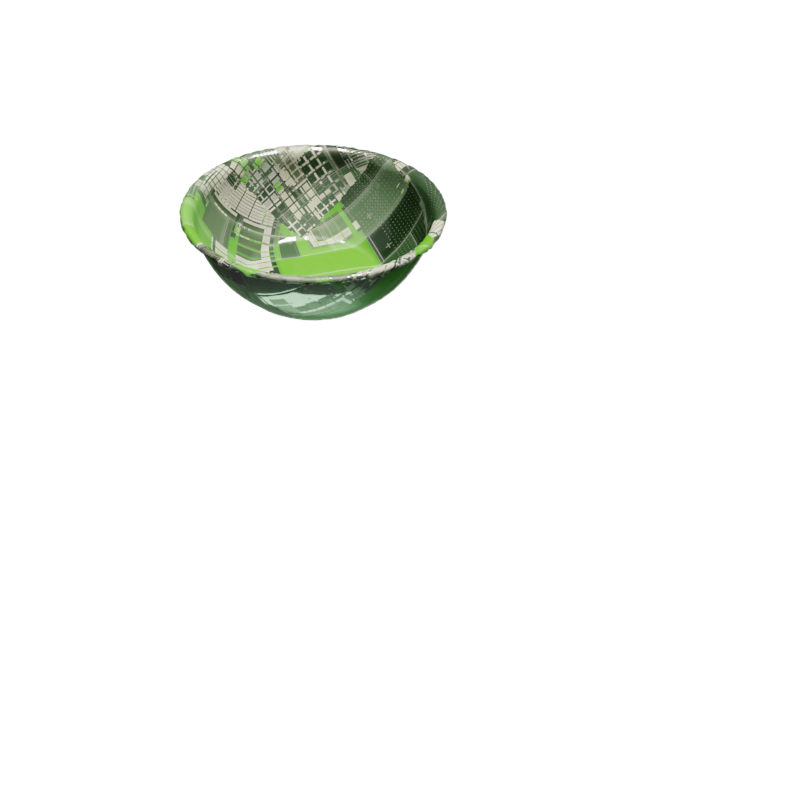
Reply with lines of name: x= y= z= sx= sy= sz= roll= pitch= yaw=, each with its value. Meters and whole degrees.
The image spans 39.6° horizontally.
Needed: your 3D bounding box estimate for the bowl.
bowl: x=-0.054 y=-0.098 z=0.686 sx=0.162 sy=0.051 sz=0.173 roll=-1 pitch=38 yaw=-2
